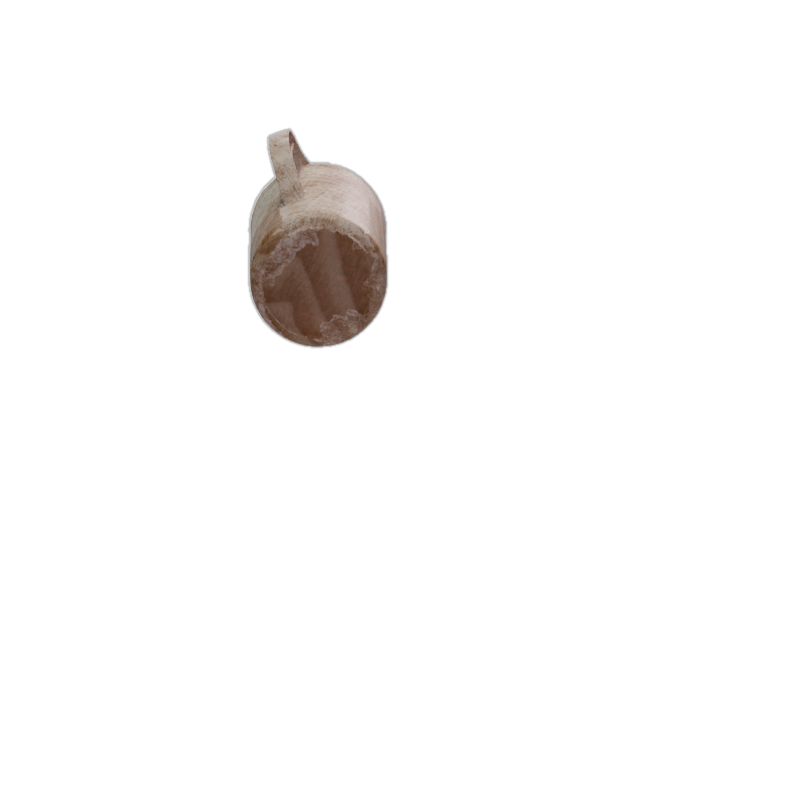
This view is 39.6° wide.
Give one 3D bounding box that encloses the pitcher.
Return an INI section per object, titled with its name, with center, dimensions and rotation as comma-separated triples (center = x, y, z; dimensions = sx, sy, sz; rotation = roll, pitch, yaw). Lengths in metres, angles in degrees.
[pitcher]
center = -0.076, -0.138, 0.969
dimensions = 0.147, 0.142, 0.251
rotation = 25, 13, -10
